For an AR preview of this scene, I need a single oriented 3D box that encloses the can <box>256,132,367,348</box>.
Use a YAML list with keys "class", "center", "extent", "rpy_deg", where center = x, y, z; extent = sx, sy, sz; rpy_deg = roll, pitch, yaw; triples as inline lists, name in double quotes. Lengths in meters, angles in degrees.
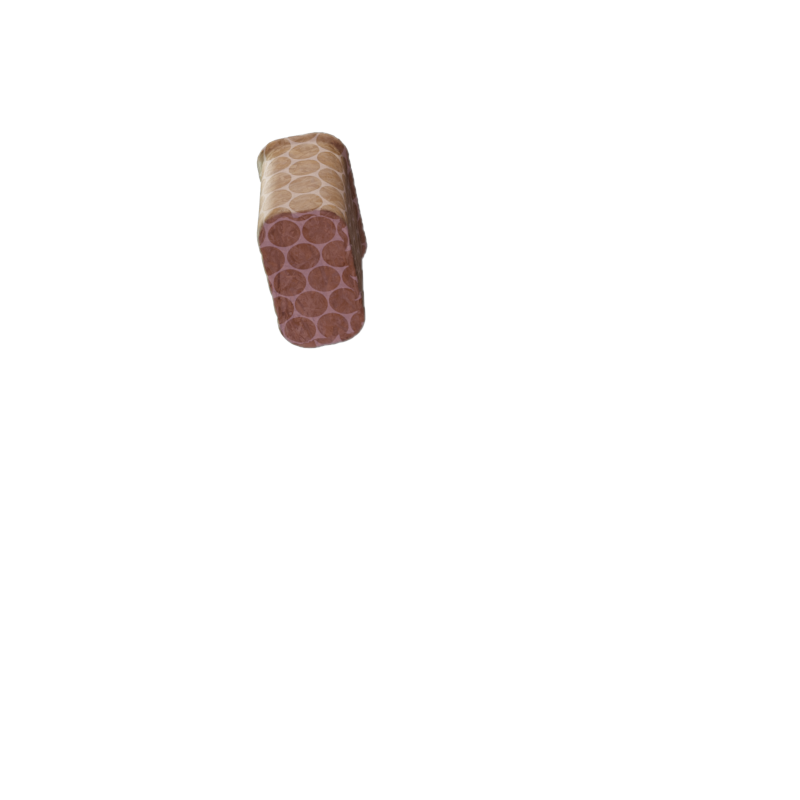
- class: "can"
  center: [-0.052, -0.094, 0.662]
  extent: [0.058, 0.095, 0.090]
  rpy_deg: [-9, 37, 4]
